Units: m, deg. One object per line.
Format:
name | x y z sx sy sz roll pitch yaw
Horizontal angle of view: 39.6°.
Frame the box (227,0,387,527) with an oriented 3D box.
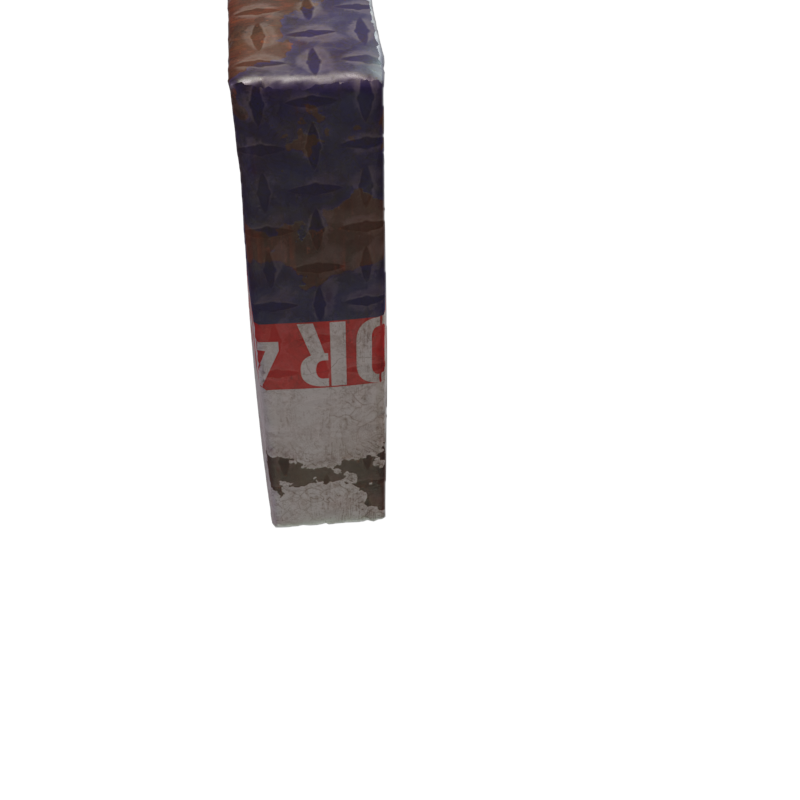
box | -0.028 -0.051 0.358 0.048 0.164 0.101 -2 43 -6
